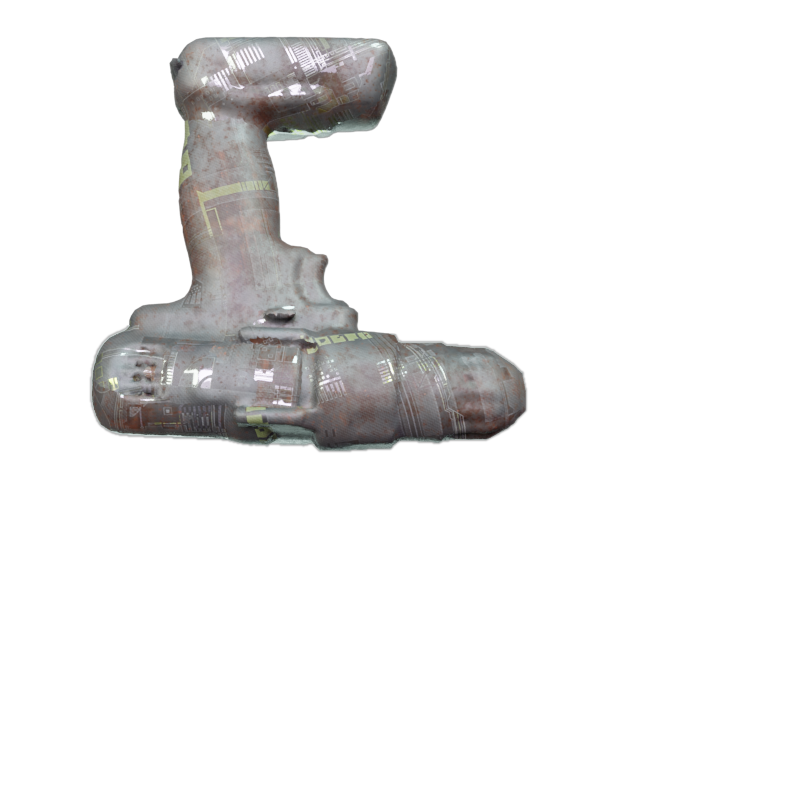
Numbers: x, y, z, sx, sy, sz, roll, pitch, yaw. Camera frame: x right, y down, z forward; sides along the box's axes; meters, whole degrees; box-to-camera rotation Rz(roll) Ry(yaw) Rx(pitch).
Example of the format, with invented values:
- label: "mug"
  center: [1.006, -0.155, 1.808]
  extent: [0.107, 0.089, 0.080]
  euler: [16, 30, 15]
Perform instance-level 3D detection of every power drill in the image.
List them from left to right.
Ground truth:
- label: "power drill"
  center: [-0.039, -0.071, 0.498]
  extent: [0.184, 0.197, 0.055]
  euler: [1, -22, 0]
